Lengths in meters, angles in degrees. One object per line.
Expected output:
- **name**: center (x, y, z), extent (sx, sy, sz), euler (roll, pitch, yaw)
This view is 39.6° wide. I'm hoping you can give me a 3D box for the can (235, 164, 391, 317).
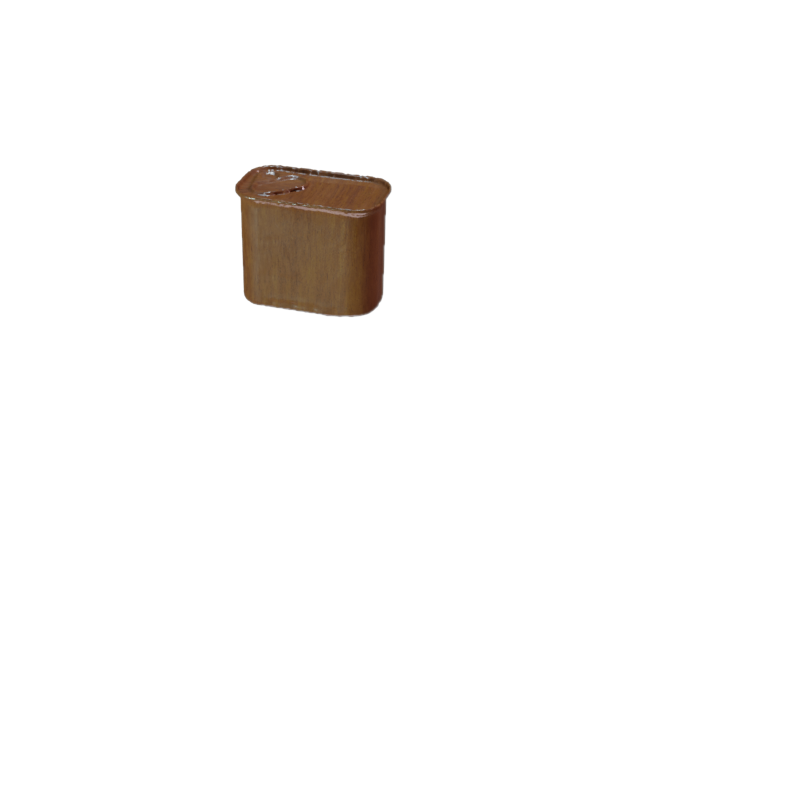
- **can**: center (-0.059, -0.108, 0.757), extent (0.104, 0.079, 0.059), euler (10, 31, 14)
